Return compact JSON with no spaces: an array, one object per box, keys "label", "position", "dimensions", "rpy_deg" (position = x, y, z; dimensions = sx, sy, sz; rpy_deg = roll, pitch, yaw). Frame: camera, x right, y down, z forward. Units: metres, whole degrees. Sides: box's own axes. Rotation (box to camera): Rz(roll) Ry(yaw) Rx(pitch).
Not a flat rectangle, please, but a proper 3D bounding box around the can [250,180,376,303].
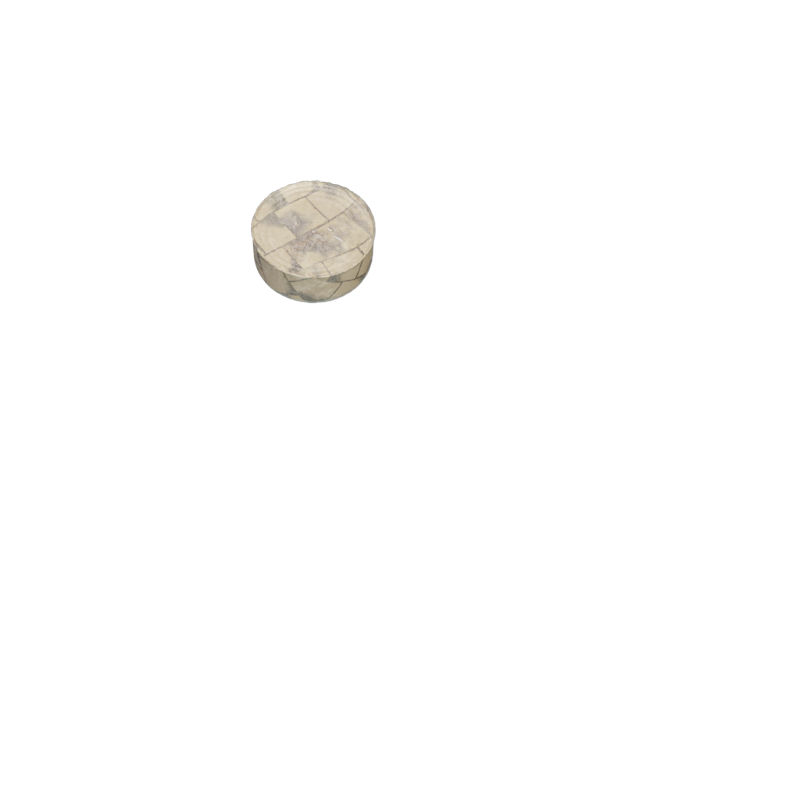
[{"label":"can","position":[-0.061,-0.110,0.773],"dimensions":[0.086,0.092,0.031],"rpy_deg":[-1,-35,-1]}]
